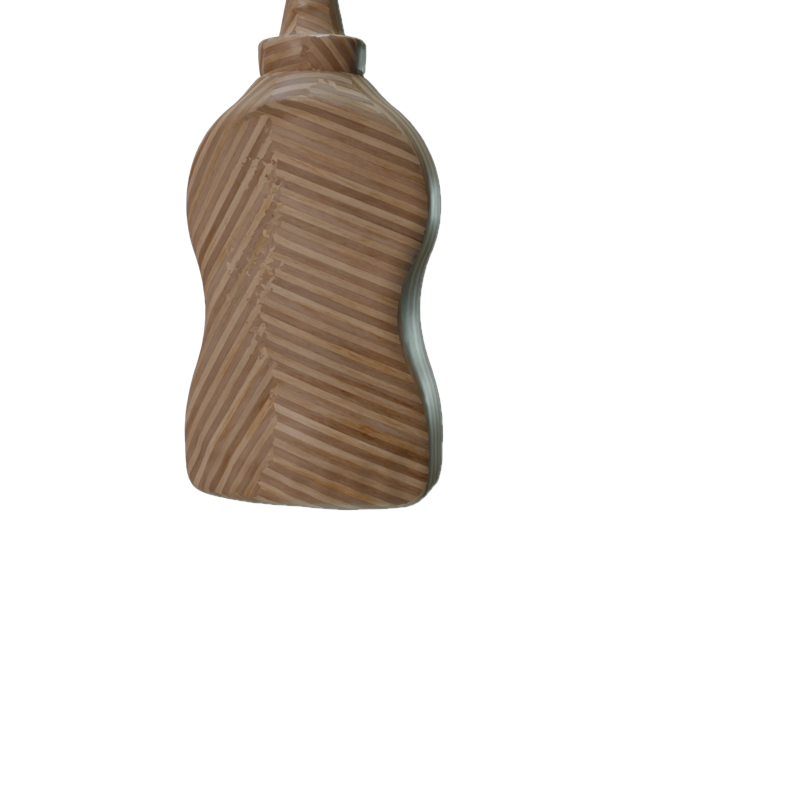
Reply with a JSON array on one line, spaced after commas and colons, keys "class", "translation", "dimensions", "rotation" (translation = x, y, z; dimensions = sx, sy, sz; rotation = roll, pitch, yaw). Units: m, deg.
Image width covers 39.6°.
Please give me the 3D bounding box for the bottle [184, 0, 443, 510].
[{"class": "bottle", "translation": [-0.033, -0.060, 0.420], "dimensions": [0.098, 0.191, 0.057], "rotation": [1, 2, 17]}]
